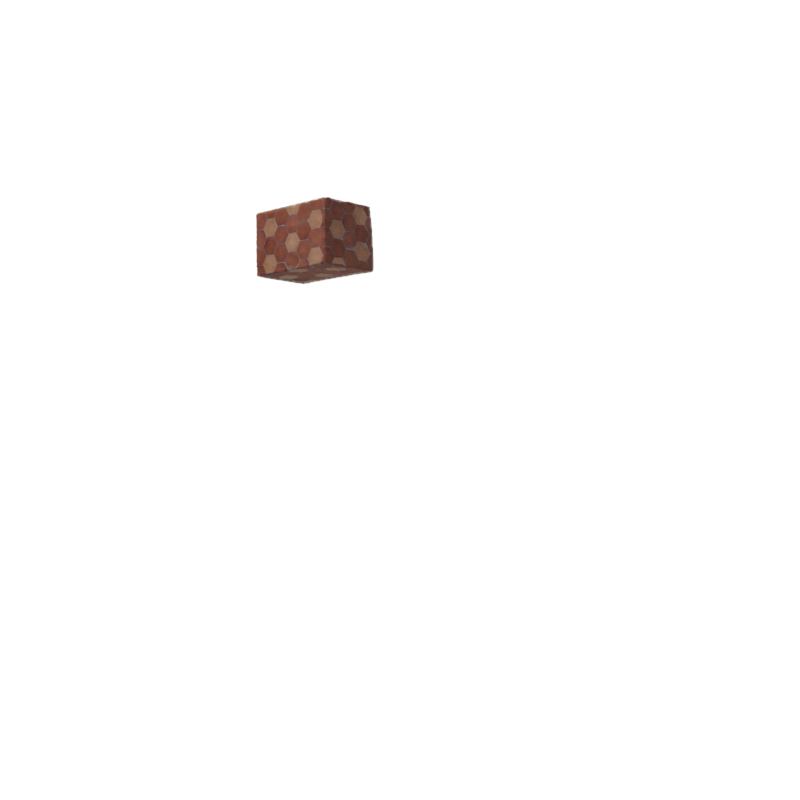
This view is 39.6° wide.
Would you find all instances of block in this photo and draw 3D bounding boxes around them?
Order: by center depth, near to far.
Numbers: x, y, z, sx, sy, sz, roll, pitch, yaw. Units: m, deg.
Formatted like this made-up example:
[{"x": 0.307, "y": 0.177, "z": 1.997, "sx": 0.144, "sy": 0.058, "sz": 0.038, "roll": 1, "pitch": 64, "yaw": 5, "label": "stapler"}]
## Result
[{"x": -0.066, "y": -0.121, "z": 0.845, "sx": 0.080, "sy": 0.052, "sz": 0.050, "roll": -6, "pitch": -9, "yaw": 42, "label": "block"}]
